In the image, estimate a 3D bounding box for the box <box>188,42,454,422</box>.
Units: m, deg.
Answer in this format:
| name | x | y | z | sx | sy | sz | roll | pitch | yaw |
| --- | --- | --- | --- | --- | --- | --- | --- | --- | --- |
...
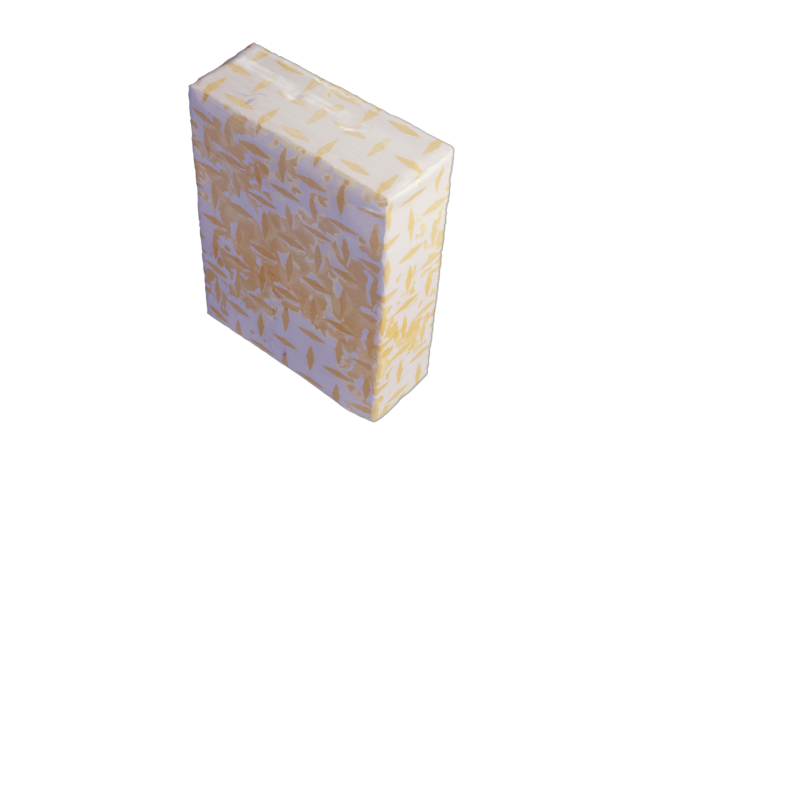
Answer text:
| name | x | y | z | sx | sy | sz | roll | pitch | yaw |
| --- | --- | --- | --- | --- | --- | --- | --- | --- | --- |
| box | -0.058 | -0.105 | 0.736 | 0.173 | 0.199 | 0.073 | 34 | 55 | 24 |
